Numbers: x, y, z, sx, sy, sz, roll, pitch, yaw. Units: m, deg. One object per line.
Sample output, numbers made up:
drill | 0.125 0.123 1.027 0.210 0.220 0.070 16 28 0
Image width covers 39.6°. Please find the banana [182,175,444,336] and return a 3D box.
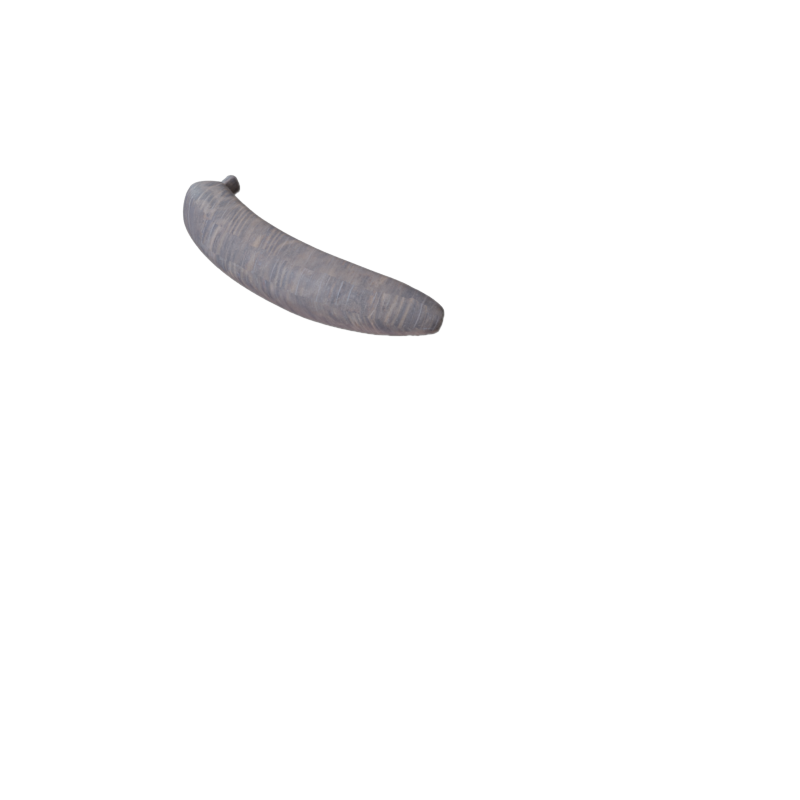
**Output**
banana | -0.065 -0.083 0.611 0.069 0.034 0.212 -26 45 -30
